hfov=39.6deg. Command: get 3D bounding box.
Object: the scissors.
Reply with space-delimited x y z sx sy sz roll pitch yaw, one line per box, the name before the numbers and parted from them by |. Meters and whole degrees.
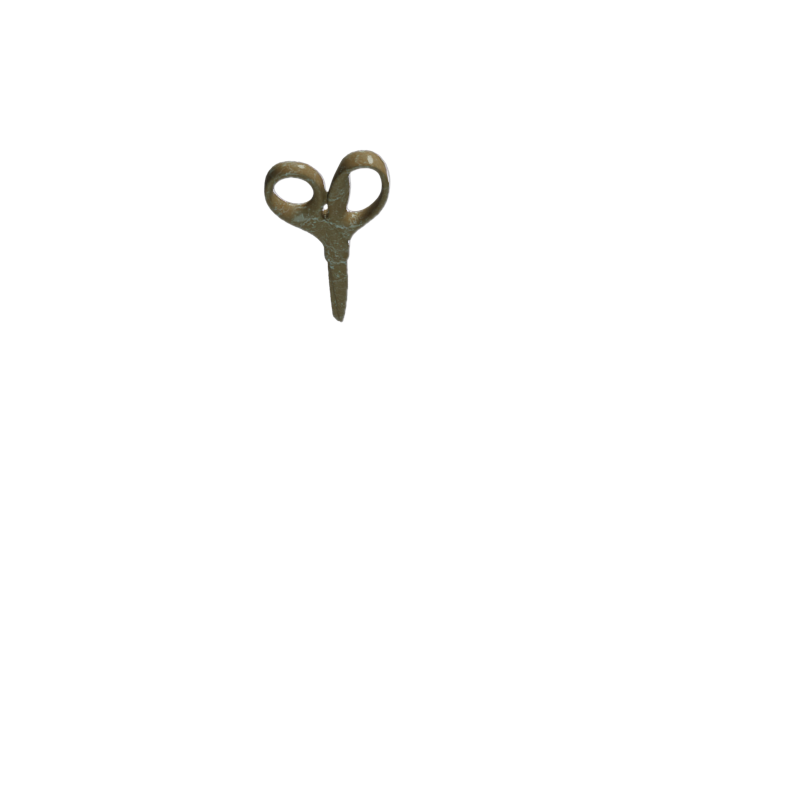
scissors | -0.064 -0.117 0.819 0.094 0.017 0.193 9 -33 -14
